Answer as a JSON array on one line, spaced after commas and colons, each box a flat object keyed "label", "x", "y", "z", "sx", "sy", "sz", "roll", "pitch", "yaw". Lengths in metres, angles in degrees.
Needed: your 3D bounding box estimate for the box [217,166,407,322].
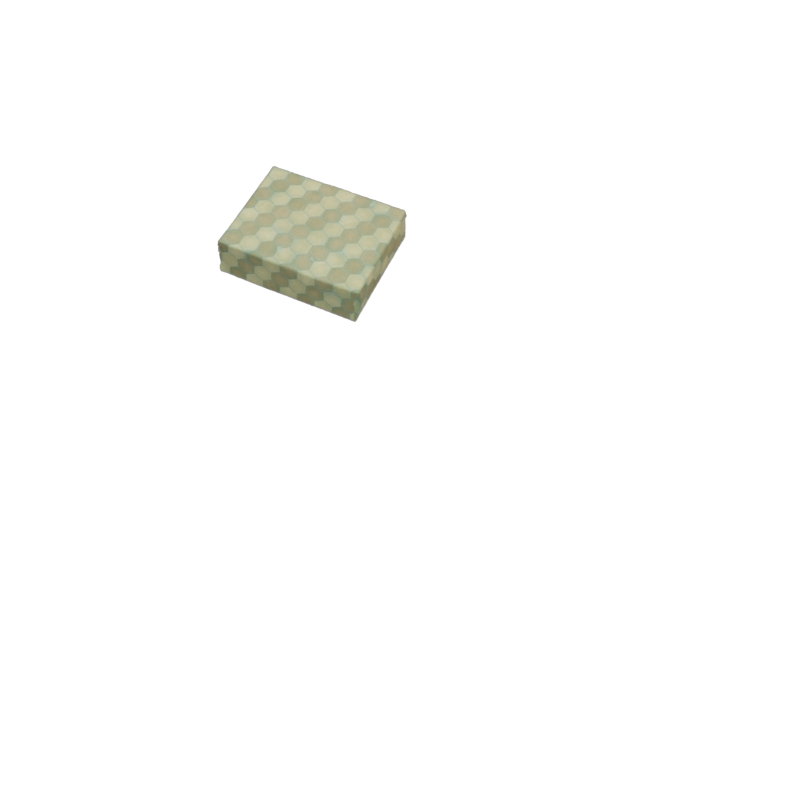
[{"label": "box", "x": -0.063, "y": -0.116, "z": 0.810, "sx": 0.117, "sy": 0.093, "sz": 0.036, "roll": 19, "pitch": -39, "yaw": 15}]
